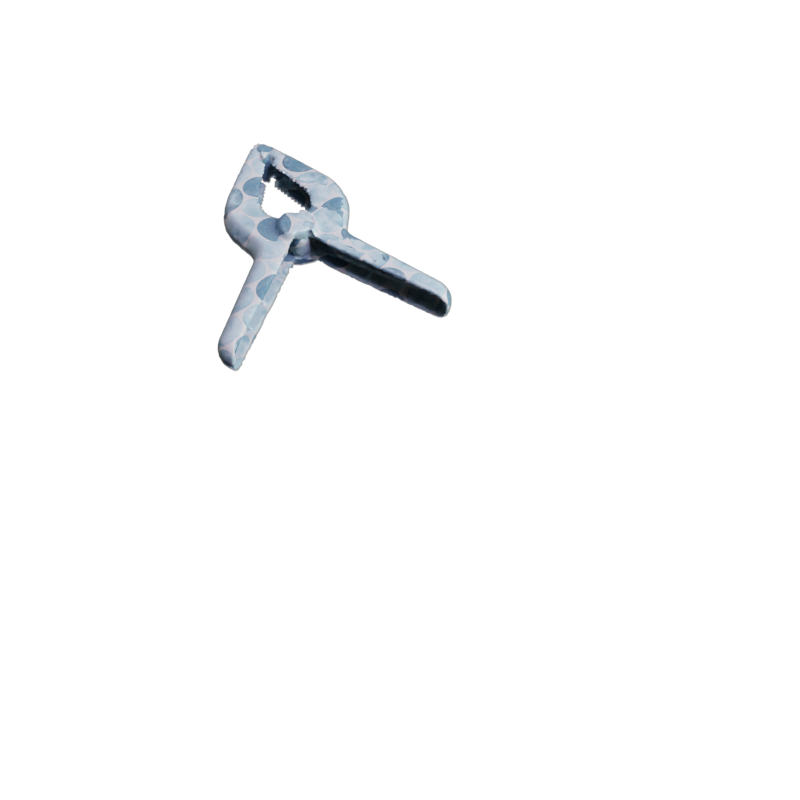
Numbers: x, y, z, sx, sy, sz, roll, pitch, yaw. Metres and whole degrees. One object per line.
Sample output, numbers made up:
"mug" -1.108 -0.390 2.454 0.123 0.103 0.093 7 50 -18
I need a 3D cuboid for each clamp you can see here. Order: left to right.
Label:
"clamp" -0.064 -0.116 0.812 0.163 0.227 0.034 -9 -42 -9
